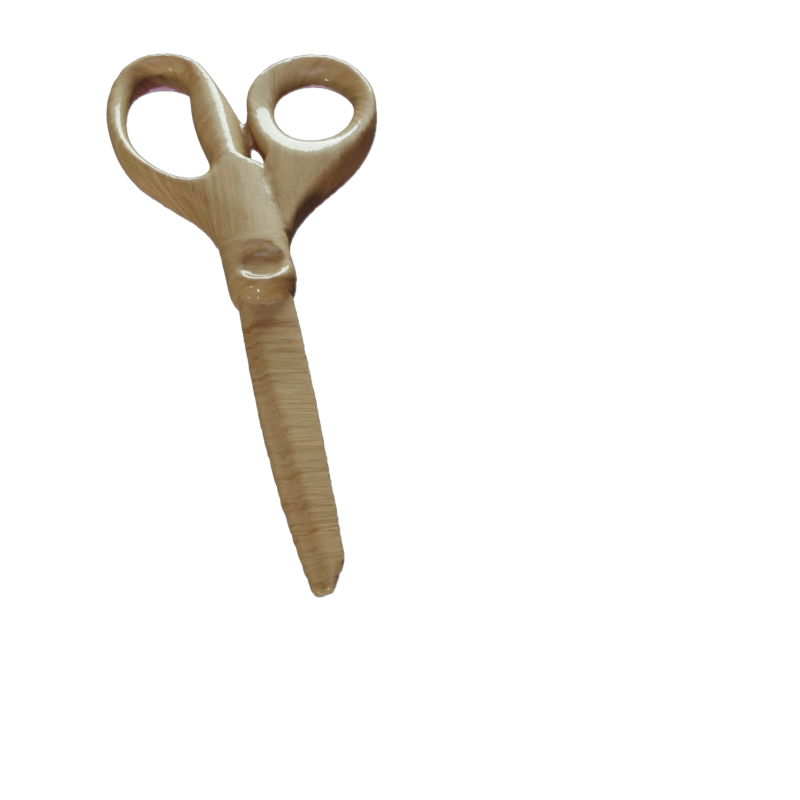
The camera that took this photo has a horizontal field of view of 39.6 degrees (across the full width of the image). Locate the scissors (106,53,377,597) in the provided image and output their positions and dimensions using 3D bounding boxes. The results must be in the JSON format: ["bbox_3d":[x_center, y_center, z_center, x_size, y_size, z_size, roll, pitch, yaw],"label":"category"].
[{"bbox_3d":[-0.025,-0.046,0.321,0.095,0.218,0.015,-21,-38,-18],"label":"scissors"}]
